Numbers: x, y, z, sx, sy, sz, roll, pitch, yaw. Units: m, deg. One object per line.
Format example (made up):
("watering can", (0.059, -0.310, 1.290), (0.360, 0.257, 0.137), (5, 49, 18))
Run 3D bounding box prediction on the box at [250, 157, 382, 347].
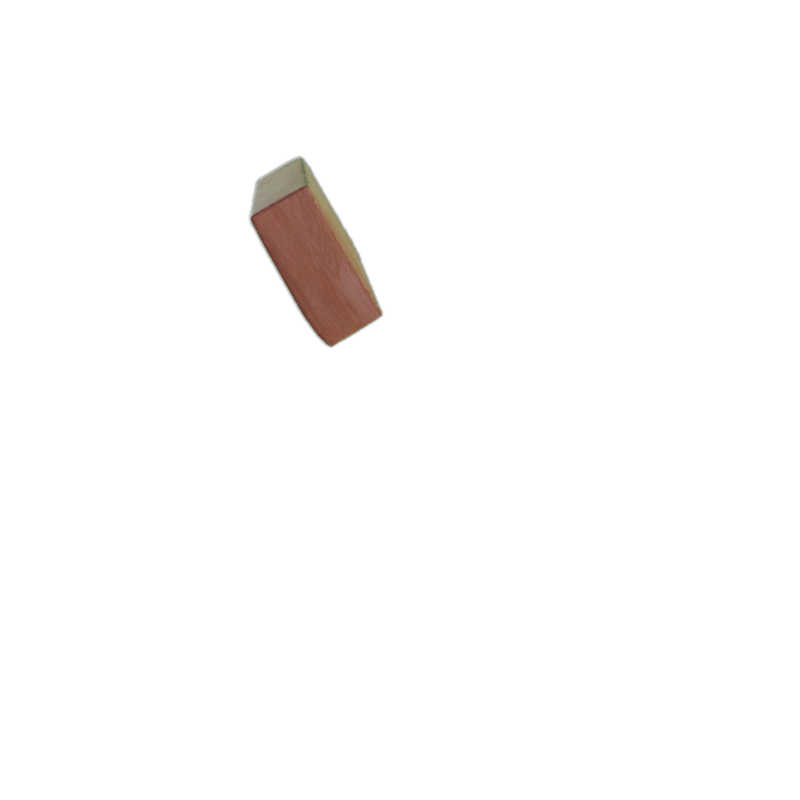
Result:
("box", (-0.057, -0.104, 0.728), (0.048, 0.090, 0.183), (-29, 17, 6))
